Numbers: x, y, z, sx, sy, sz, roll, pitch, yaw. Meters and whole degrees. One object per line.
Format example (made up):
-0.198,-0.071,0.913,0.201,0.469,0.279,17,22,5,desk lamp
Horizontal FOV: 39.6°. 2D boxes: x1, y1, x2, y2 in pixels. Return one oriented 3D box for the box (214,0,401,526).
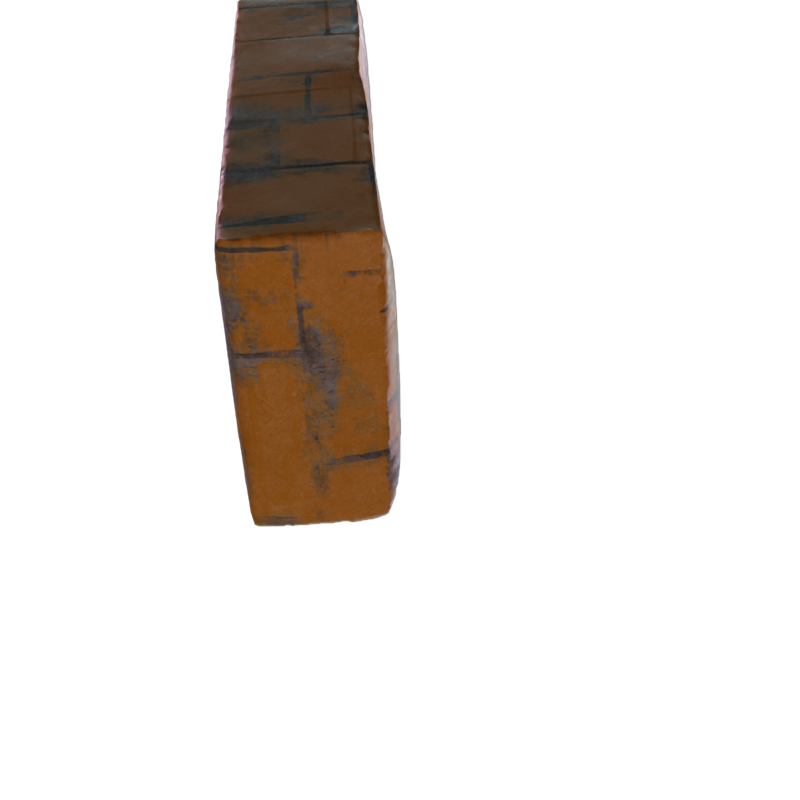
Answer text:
-0.042,-0.076,0.533,0.072,0.153,0.229,-3,41,-1,box
